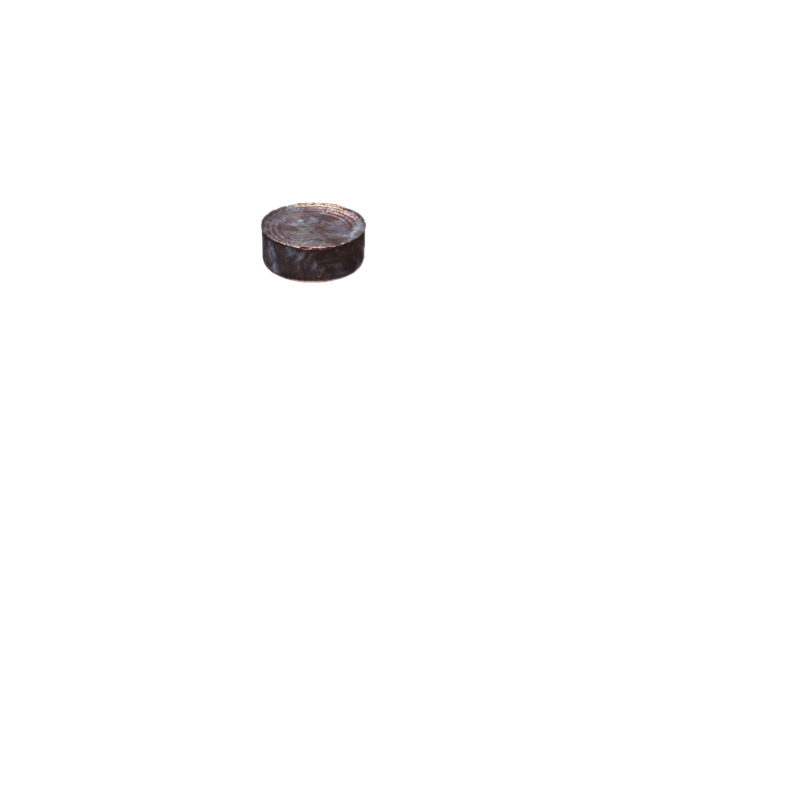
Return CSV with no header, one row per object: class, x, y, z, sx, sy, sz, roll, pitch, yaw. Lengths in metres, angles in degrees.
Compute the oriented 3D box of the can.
can,-0.071,-0.130,0.909,0.086,0.032,0.091,-1,32,-2
